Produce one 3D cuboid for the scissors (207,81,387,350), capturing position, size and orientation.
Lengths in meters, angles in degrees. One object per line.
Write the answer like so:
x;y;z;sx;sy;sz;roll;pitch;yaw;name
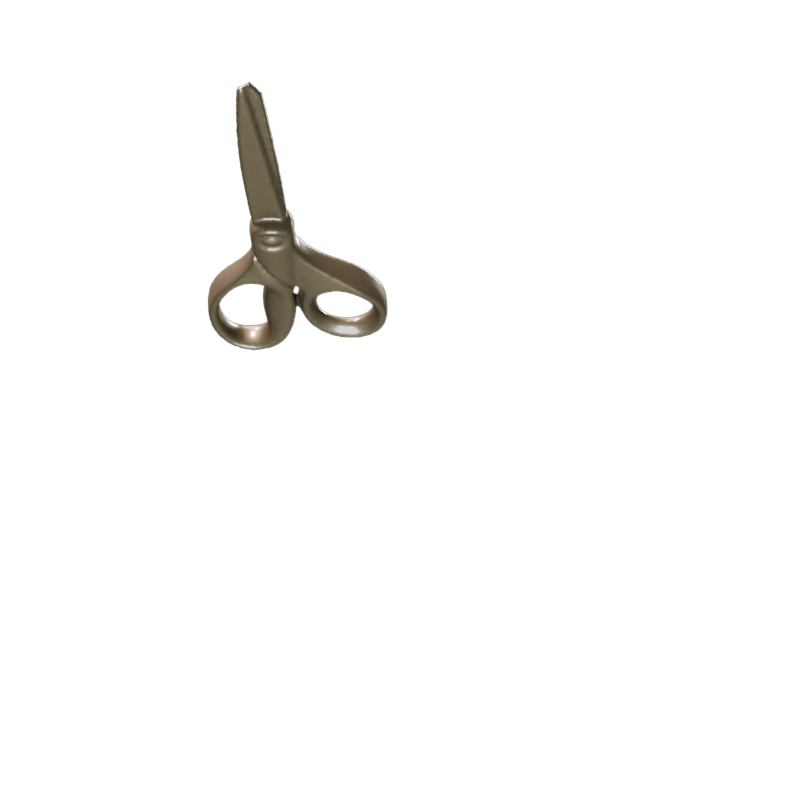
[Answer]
-0.038;-0.069;0.487;0.094;0.017;0.194;6;-25;-14;scissors
